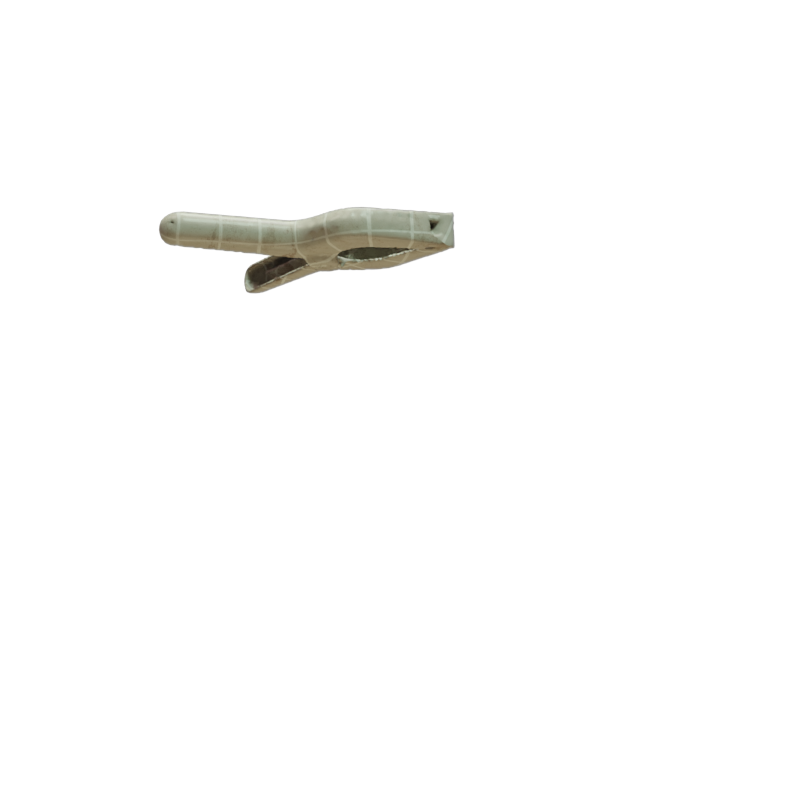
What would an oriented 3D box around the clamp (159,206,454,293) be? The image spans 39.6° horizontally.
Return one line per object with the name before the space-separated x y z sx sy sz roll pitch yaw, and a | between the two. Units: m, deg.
clamp | -0.066 -0.120 0.838 0.215 0.038 0.156 -4 -10 25
